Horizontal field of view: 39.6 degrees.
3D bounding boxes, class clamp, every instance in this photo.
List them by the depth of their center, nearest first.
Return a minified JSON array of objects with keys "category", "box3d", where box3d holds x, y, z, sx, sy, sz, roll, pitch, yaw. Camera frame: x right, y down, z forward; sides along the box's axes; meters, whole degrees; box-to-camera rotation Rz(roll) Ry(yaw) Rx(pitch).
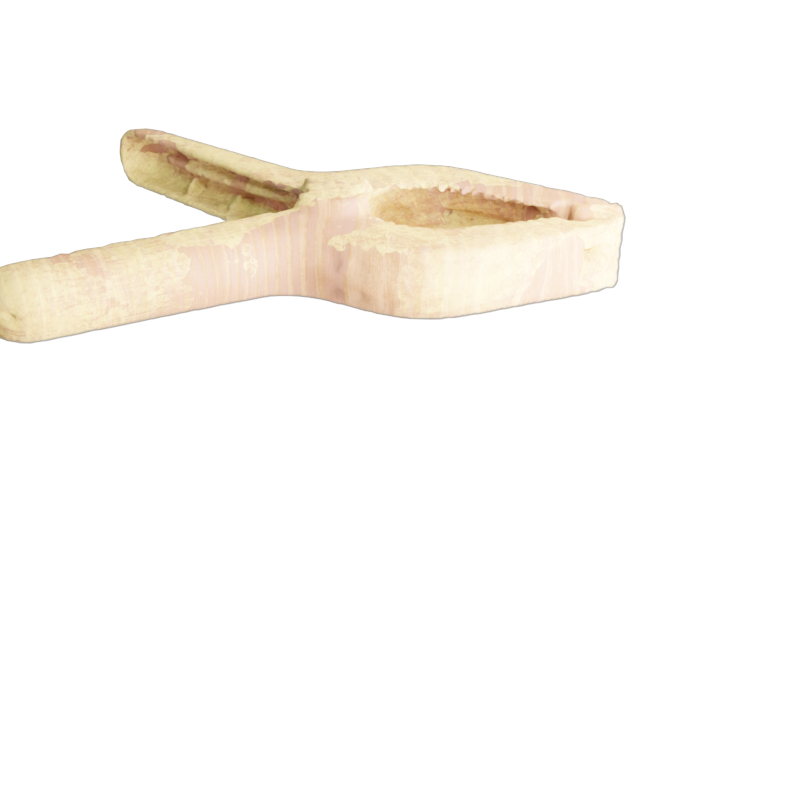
[{"category":"clamp","box3d":[-0.030,-0.056,0.390,0.214,0.034,0.171,7,31,11]}]
